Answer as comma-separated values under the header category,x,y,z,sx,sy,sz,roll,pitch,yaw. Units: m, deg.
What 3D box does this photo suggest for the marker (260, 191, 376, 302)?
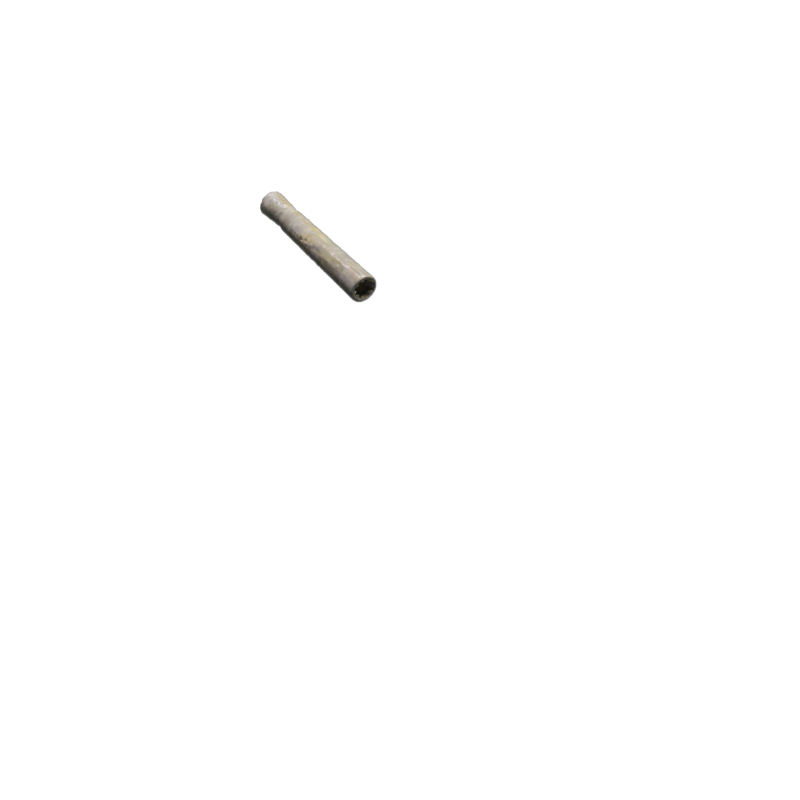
category,x,y,z,sx,sy,sz,roll,pitch,yaw
marker,-0.056,-0.102,0.711,0.019,0.019,0.131,-3,34,-37
